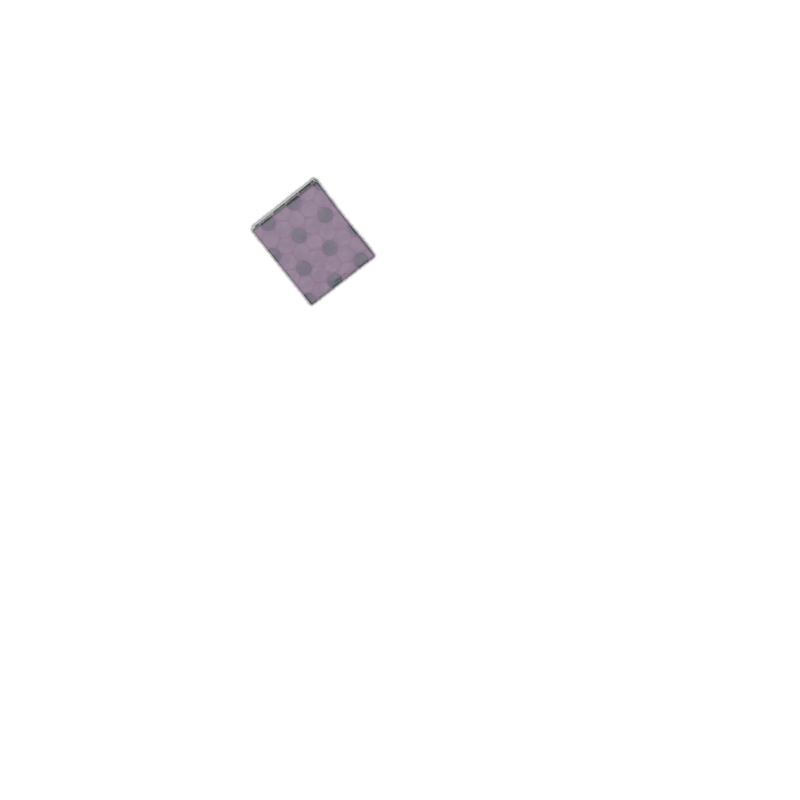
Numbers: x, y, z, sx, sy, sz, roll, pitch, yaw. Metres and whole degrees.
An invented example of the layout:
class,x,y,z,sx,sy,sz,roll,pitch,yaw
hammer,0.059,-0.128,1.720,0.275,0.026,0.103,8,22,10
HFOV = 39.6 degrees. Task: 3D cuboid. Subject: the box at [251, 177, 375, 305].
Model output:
class,x,y,z,sx,sy,sz,roll,pitch,yaw
box,-0.078,-0.142,0.991,0.073,0.088,0.031,-38,6,4
